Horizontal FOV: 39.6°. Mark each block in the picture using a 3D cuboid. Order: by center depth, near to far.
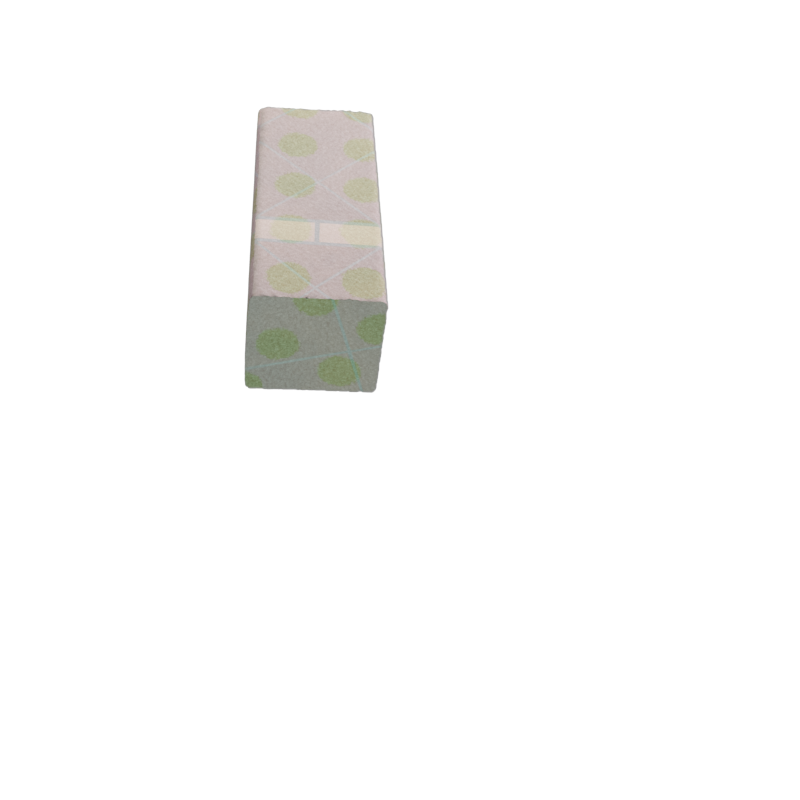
[{"bbox_3d":[-0.063,-0.114,0.798,0.090,0.221,0.084,2,-45,-6],"label":"block"}]
